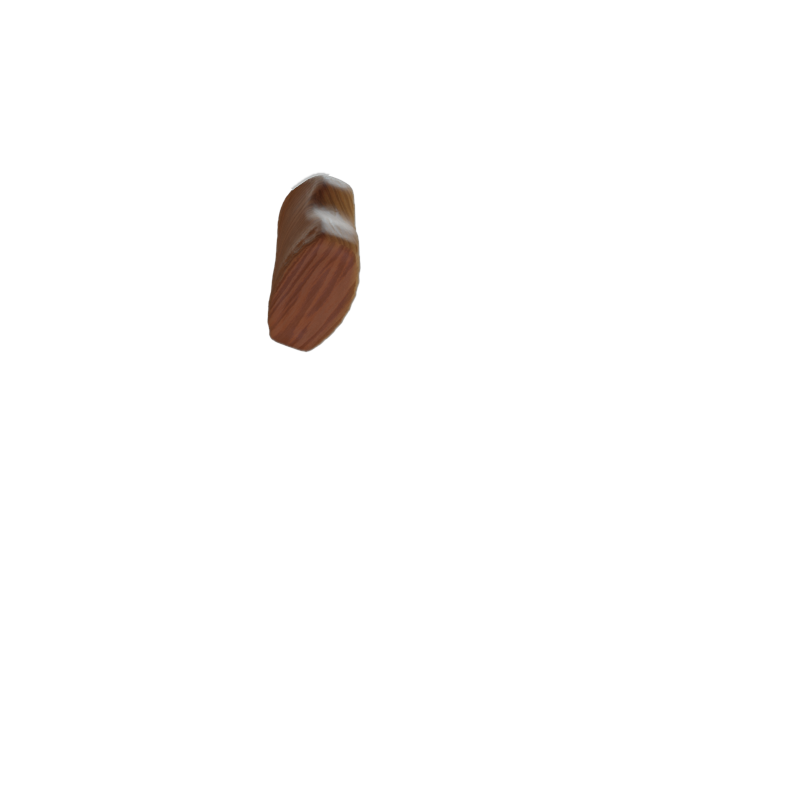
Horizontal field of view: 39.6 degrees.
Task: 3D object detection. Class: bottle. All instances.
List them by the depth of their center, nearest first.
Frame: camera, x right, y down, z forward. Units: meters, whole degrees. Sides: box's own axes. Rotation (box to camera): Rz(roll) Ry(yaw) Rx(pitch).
[{"bbox_3d":[-0.068,-0.125,0.876,0.057,0.093,0.204,19,28,-15],"label":"bottle"}]
